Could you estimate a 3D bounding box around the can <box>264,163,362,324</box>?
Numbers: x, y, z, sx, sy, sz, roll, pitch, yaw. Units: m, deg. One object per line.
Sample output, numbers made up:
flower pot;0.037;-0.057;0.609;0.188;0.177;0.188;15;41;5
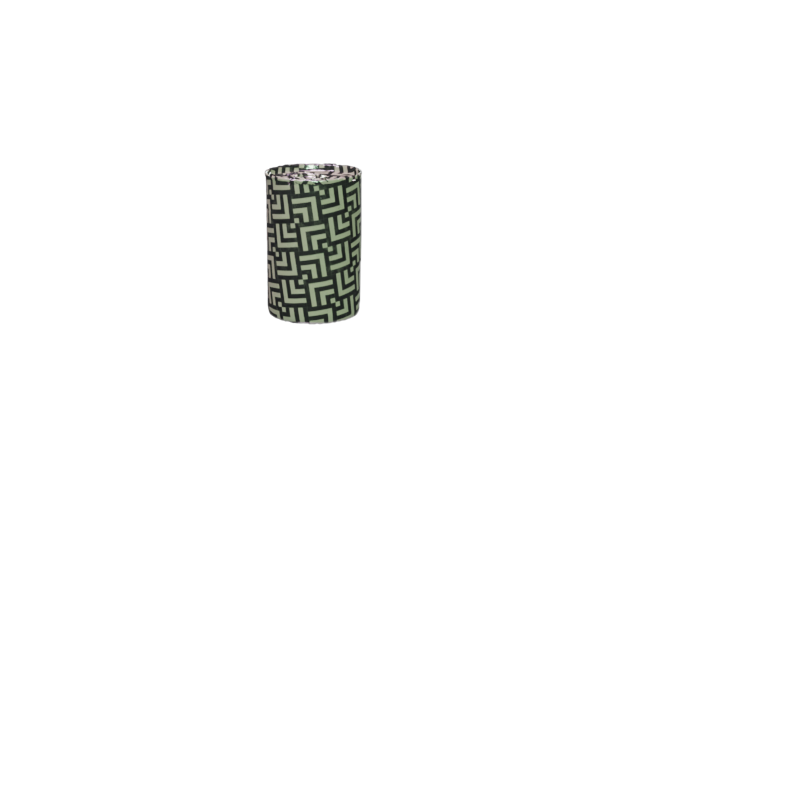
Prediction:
can;-0.061;-0.112;0.783;0.068;0.099;0.071;0;16;-2
